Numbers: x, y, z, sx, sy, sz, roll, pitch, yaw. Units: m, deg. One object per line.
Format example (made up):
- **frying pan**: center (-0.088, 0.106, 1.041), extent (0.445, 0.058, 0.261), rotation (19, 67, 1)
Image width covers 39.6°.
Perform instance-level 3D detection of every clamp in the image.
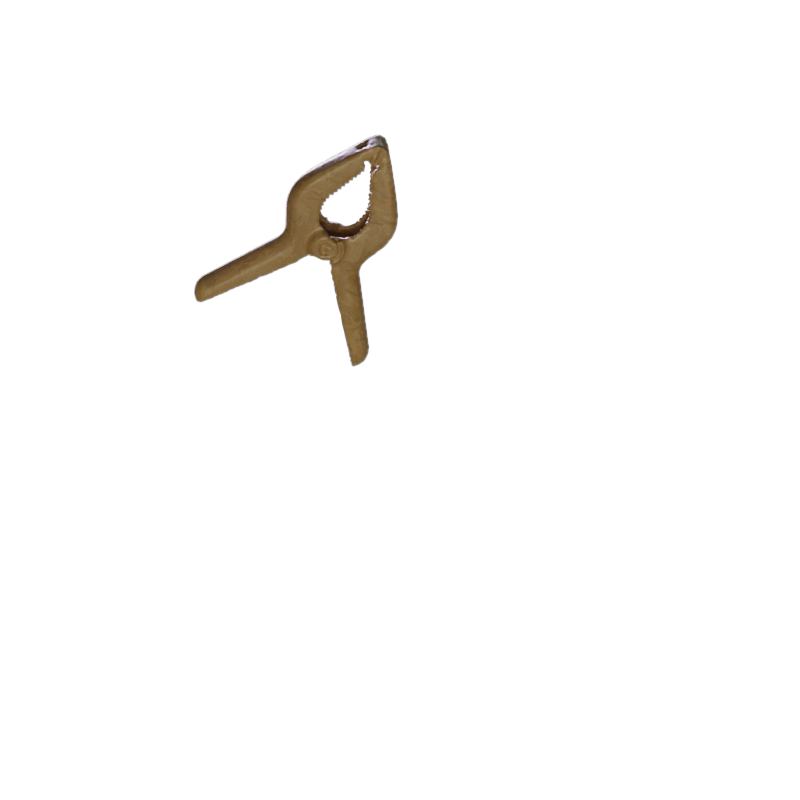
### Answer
- **clamp**: center (-0.073, -0.134, 0.935), extent (0.161, 0.201, 0.039), rotation (18, 29, -10)
